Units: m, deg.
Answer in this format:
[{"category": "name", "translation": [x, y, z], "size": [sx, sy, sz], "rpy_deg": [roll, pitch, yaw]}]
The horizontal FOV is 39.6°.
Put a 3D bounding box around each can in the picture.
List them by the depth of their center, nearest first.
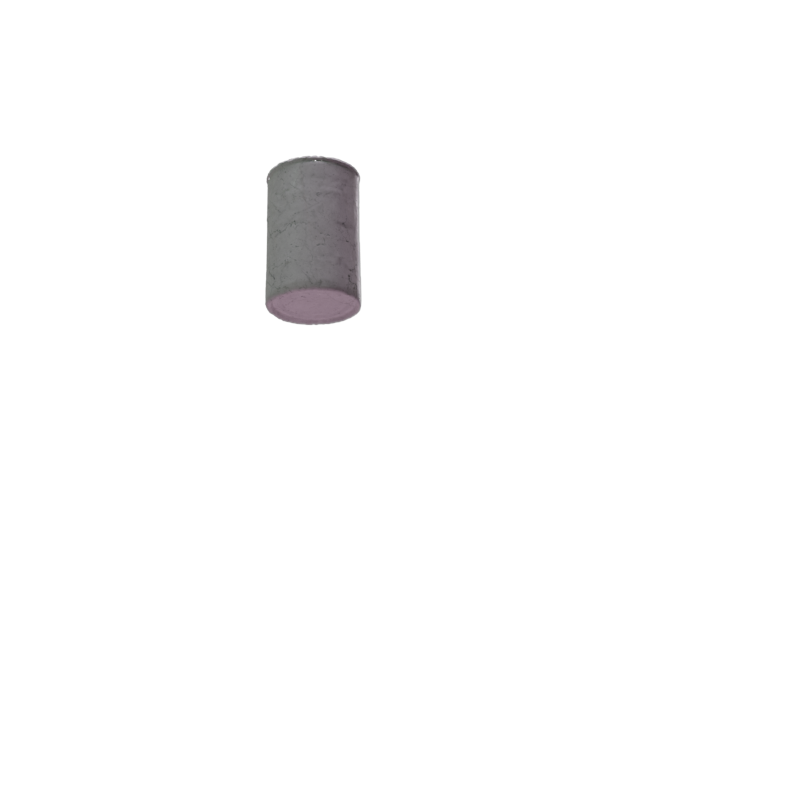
[{"category": "can", "translation": [-0.061, -0.112, 0.784], "size": [0.068, 0.108, 0.065], "rpy_deg": [0, -23, -2]}]
